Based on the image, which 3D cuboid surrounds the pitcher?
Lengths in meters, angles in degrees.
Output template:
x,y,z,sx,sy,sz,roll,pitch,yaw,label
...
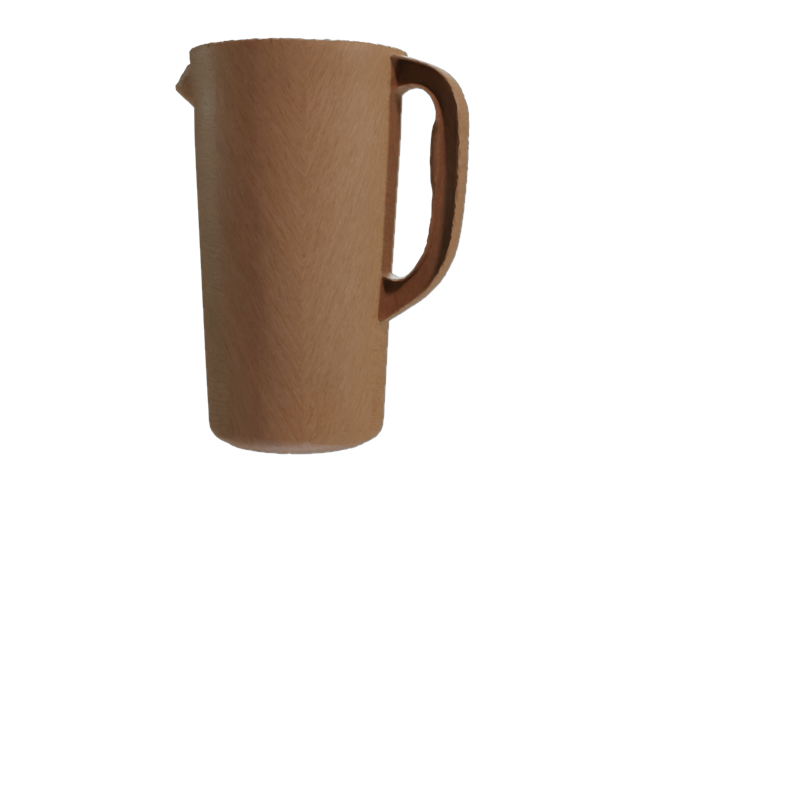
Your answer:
x,y,z,sx,sy,sz,roll,pitch,yaw,label
-0.053,-0.096,0.673,0.141,0.241,0.155,-2,5,-25,pitcher
